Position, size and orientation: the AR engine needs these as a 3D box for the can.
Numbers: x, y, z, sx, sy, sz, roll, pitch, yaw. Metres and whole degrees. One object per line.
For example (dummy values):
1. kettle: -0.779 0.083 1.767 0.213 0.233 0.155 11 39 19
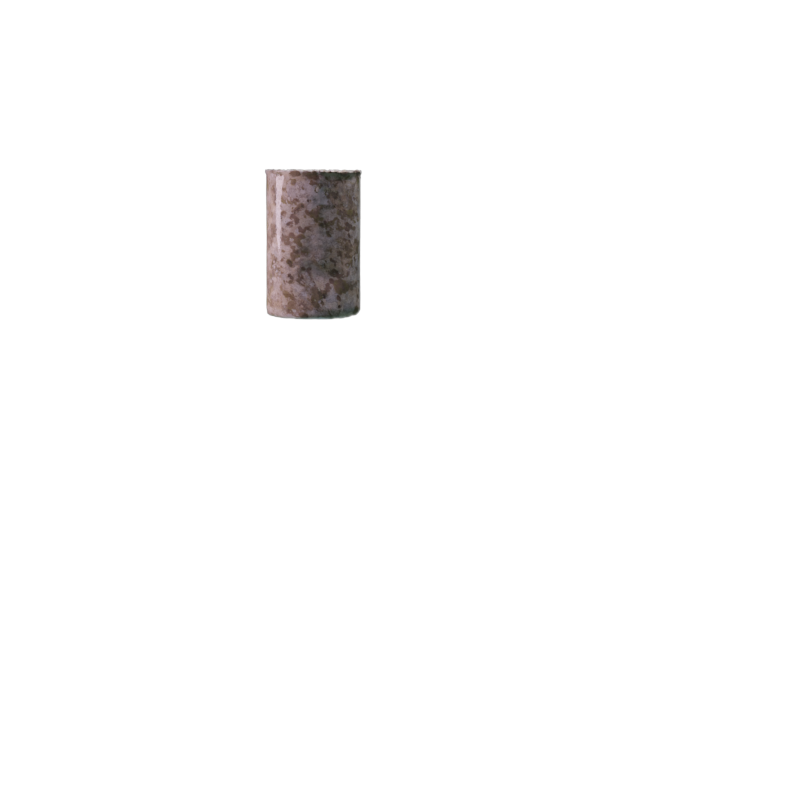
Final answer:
1. can: -0.061 -0.111 0.780 0.068 0.101 0.070 0 6 -2
